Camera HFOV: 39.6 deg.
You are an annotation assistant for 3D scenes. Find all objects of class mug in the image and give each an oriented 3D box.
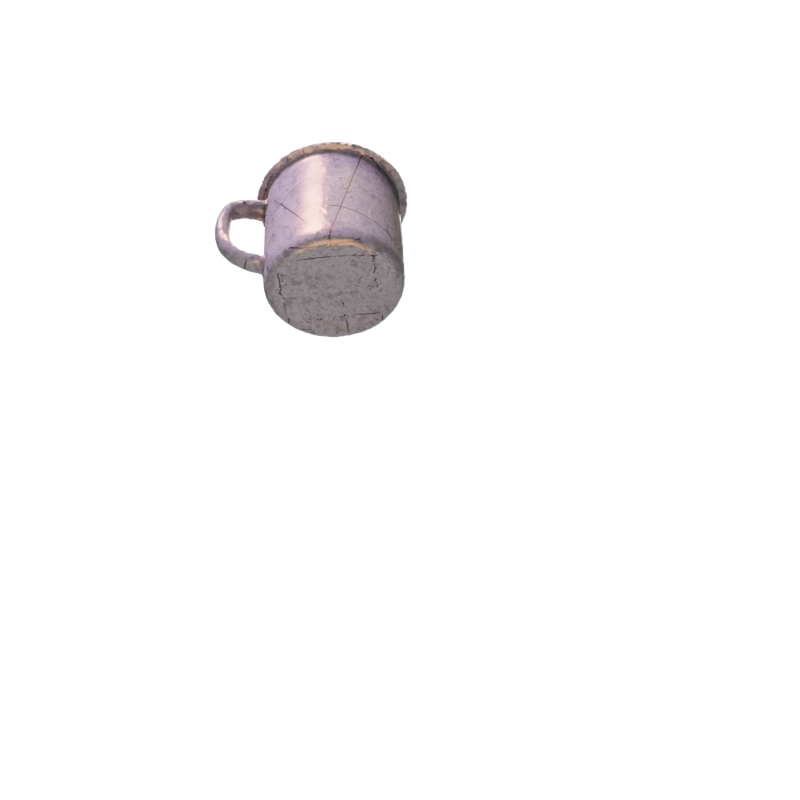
[{"bbox_3d":[-0.051,-0.094,0.658,0.116,0.088,0.087,8,43,-9],"label":"mug"}]
